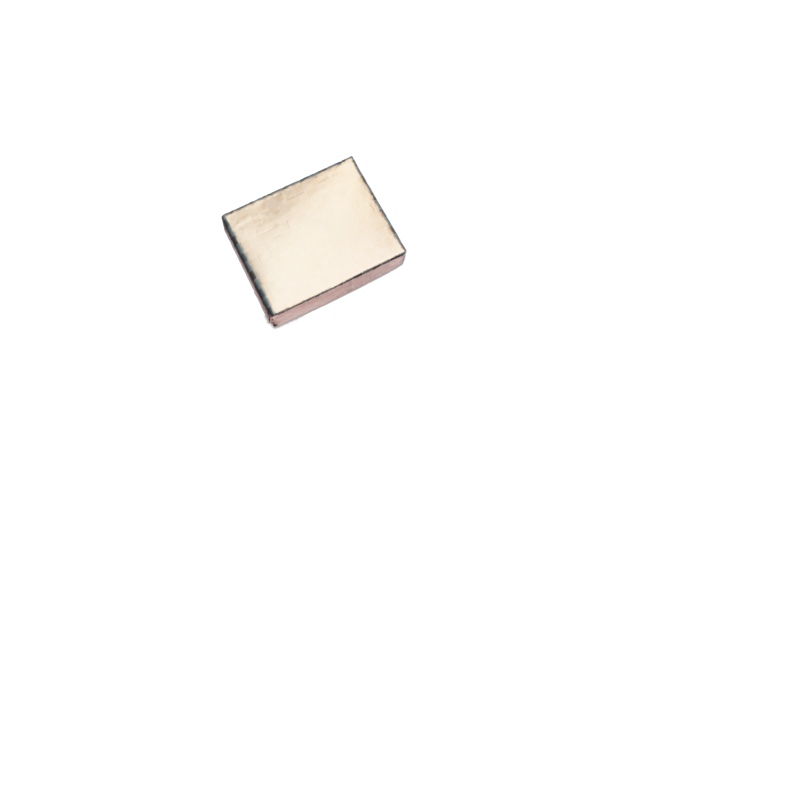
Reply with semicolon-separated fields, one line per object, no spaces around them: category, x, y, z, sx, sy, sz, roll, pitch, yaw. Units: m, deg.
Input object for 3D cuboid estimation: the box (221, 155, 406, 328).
box;-0.065;-0.119;0.832;0.113;0.094;0.037;-26;-18;-10
